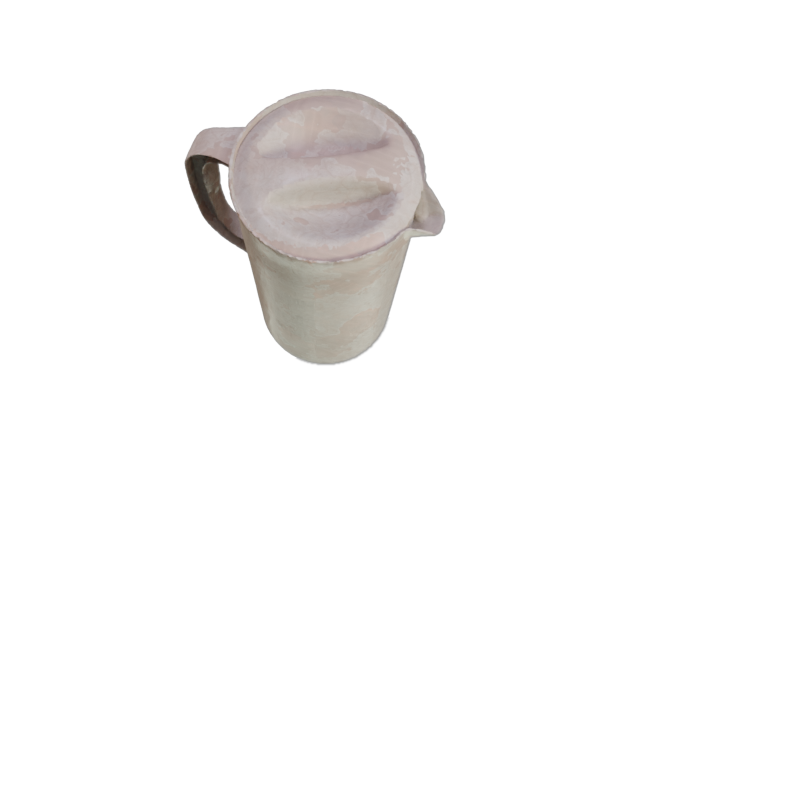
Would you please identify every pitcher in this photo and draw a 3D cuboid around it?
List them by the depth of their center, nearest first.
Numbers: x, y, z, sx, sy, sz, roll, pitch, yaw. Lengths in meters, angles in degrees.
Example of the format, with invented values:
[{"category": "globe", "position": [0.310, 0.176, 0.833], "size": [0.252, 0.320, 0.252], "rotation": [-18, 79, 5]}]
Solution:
[{"category": "pitcher", "position": [-0.066, -0.120, 0.841], "size": [0.144, 0.157, 0.231], "rotation": [-23, -18, -12]}]
